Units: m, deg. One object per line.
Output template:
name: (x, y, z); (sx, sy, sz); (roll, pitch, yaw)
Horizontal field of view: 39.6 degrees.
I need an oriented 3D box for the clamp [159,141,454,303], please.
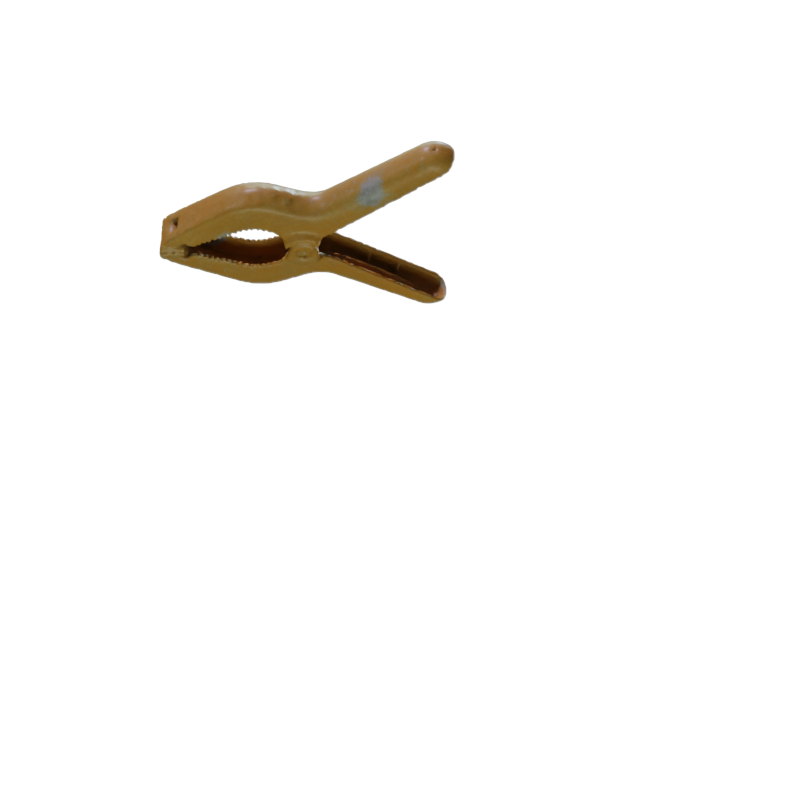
clamp: (-0.061, -0.111, 0.779); (0.212, 0.039, 0.152); (-5, -33, 7)
